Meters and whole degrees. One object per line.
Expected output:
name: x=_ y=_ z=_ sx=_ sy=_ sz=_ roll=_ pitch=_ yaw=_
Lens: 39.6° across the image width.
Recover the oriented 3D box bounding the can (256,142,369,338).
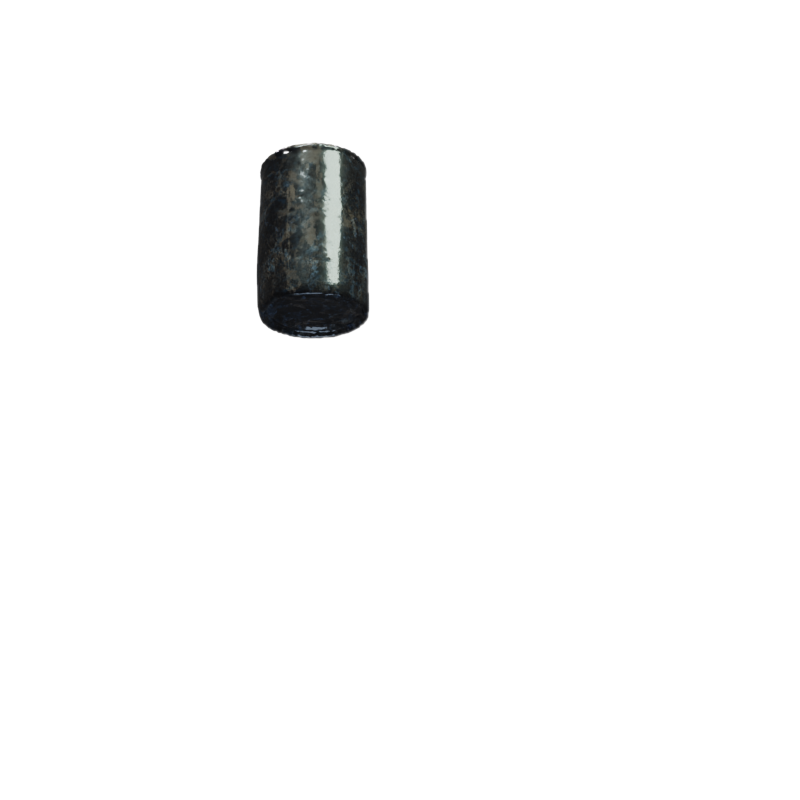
can: x=-0.053 y=-0.097 z=0.682 sx=0.068 sy=0.108 sz=0.065 roll=0 pitch=-26 yaw=-2
